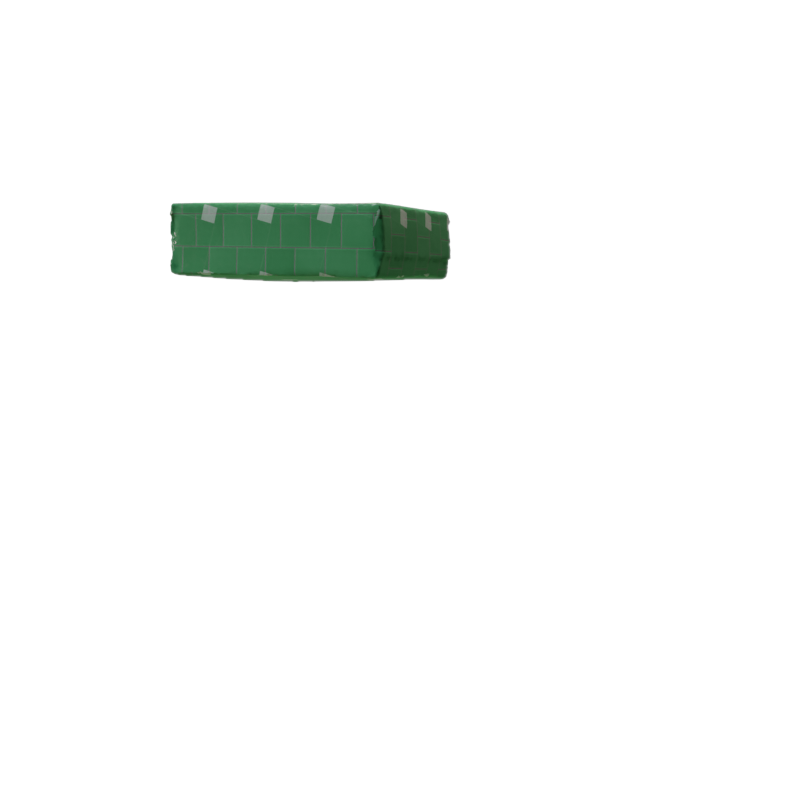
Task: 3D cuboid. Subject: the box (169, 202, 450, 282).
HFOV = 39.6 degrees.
[{"bbox_3d":[-0.043,-0.078,0.546,0.117,0.039,0.087,2,4,25],"label":"box"}]
